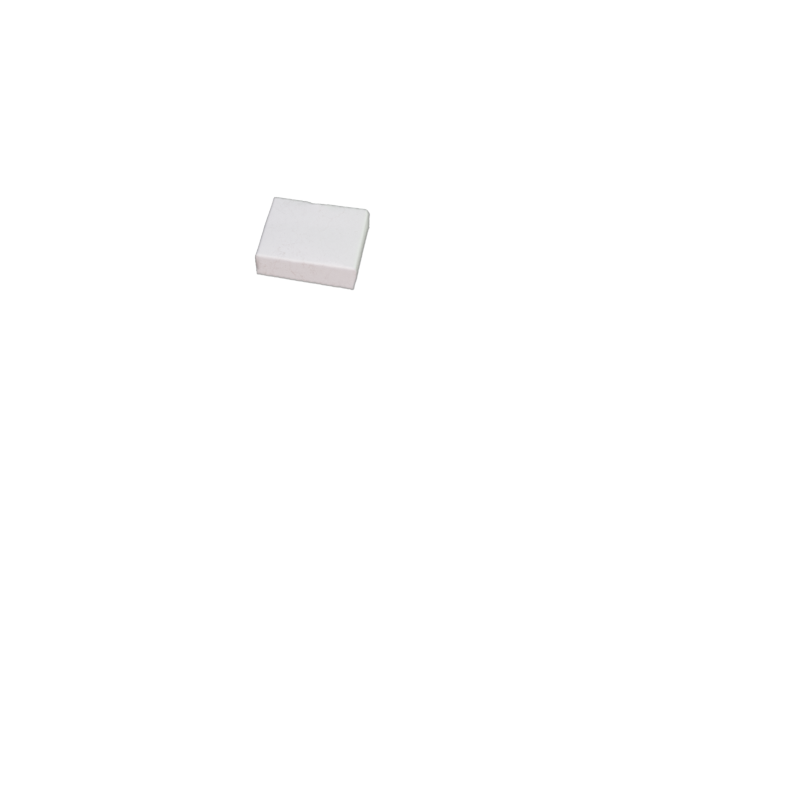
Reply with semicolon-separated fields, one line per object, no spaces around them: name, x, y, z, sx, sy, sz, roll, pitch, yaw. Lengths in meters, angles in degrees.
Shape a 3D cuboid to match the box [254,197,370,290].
box;-0.076;-0.139;0.972;0.090;0.077;0.028;8;-39;6
